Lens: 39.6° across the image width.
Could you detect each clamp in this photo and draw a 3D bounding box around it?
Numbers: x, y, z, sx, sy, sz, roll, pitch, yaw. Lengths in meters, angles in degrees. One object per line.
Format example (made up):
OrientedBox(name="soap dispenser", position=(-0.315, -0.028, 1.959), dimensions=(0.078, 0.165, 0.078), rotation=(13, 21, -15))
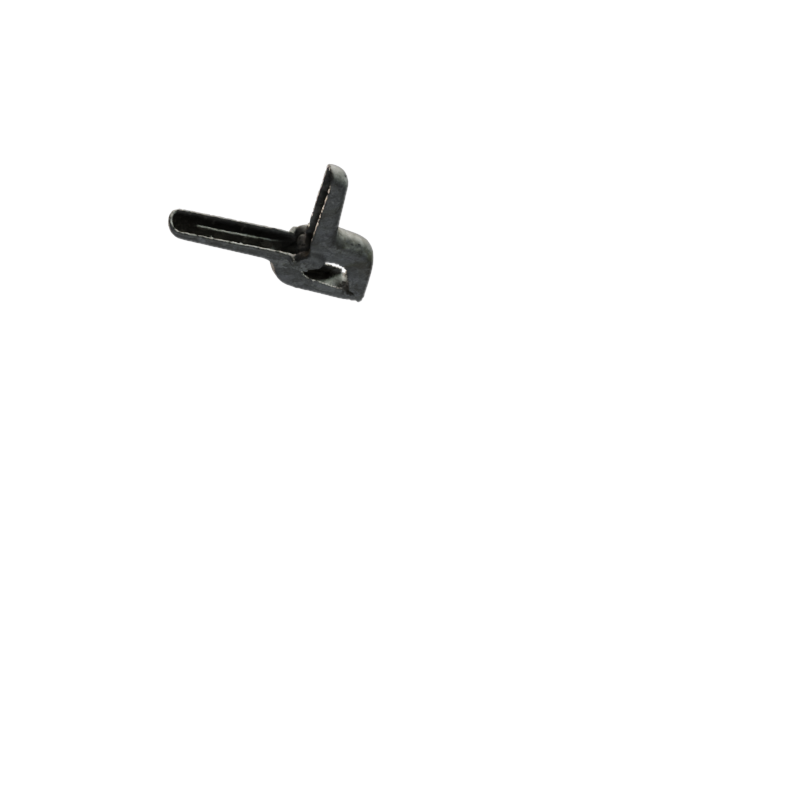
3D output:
OrientedBox(name="clamp", position=(-0.076, -0.138, 0.969), dimensions=(0.167, 0.038, 0.196), rotation=(-13, -24, 31))
